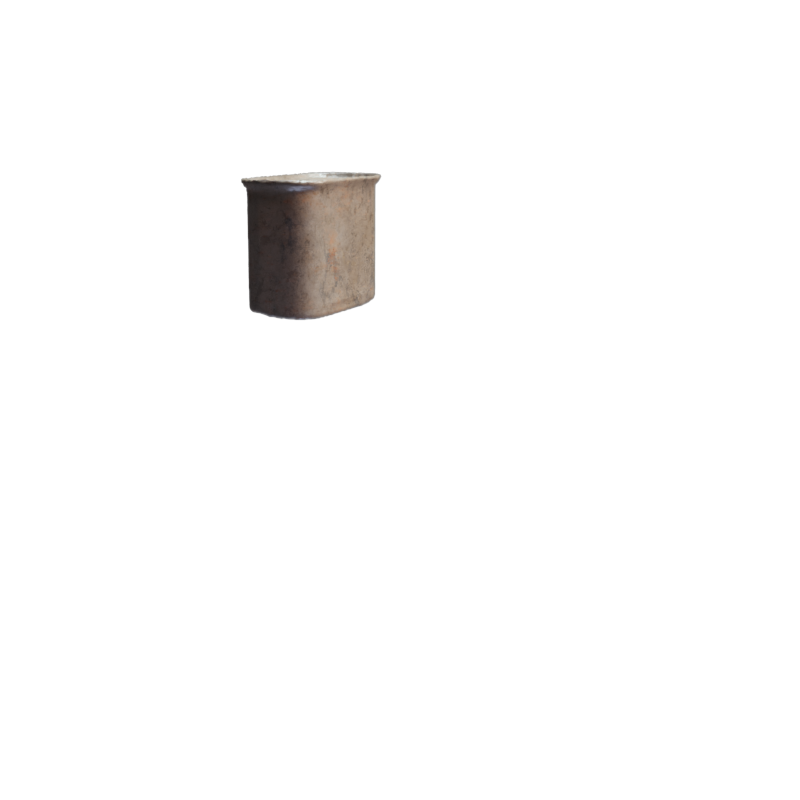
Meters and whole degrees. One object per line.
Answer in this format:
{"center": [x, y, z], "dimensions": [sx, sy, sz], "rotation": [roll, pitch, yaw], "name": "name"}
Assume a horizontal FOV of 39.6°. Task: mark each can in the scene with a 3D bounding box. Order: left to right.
{"center": [-0.055, -0.100, 0.700], "dimensions": [0.060, 0.082, 0.100], "rotation": [5, 12, 28], "name": "can"}
